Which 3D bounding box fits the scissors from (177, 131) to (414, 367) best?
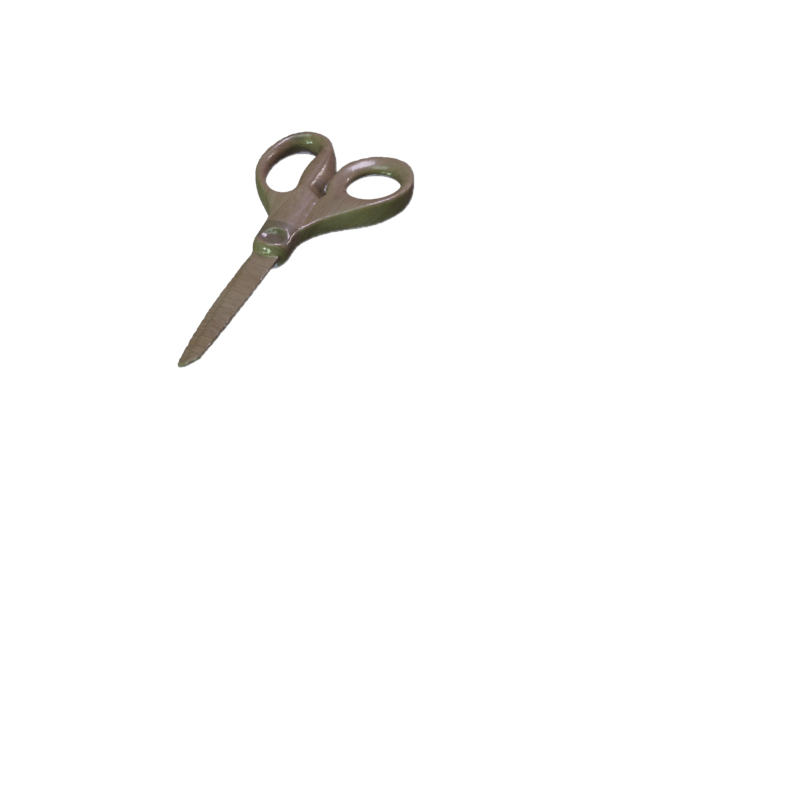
[{"bbox_3d":[-0.044,-0.080,0.558,0.097,0.015,0.215,2,40,3],"label":"scissors"}]
